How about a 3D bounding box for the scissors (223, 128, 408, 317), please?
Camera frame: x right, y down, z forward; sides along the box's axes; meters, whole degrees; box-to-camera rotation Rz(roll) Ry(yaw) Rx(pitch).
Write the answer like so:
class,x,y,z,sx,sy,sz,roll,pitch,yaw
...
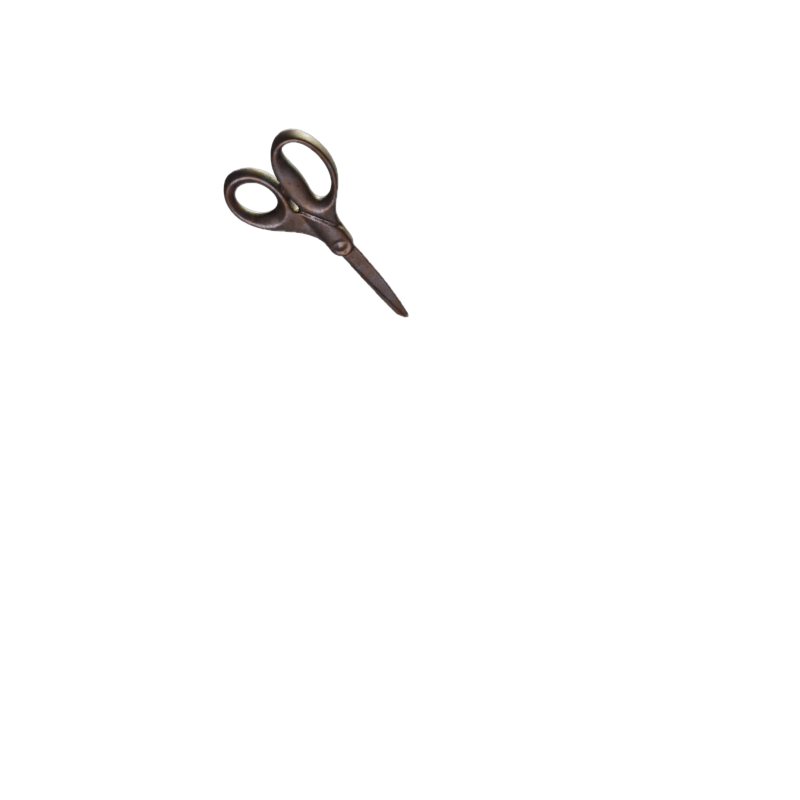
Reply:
class,x,y,z,sx,sy,sz,roll,pitch,yaw
scissors,-0.067,-0.123,0.859,0.097,0.186,0.017,-14,41,12
